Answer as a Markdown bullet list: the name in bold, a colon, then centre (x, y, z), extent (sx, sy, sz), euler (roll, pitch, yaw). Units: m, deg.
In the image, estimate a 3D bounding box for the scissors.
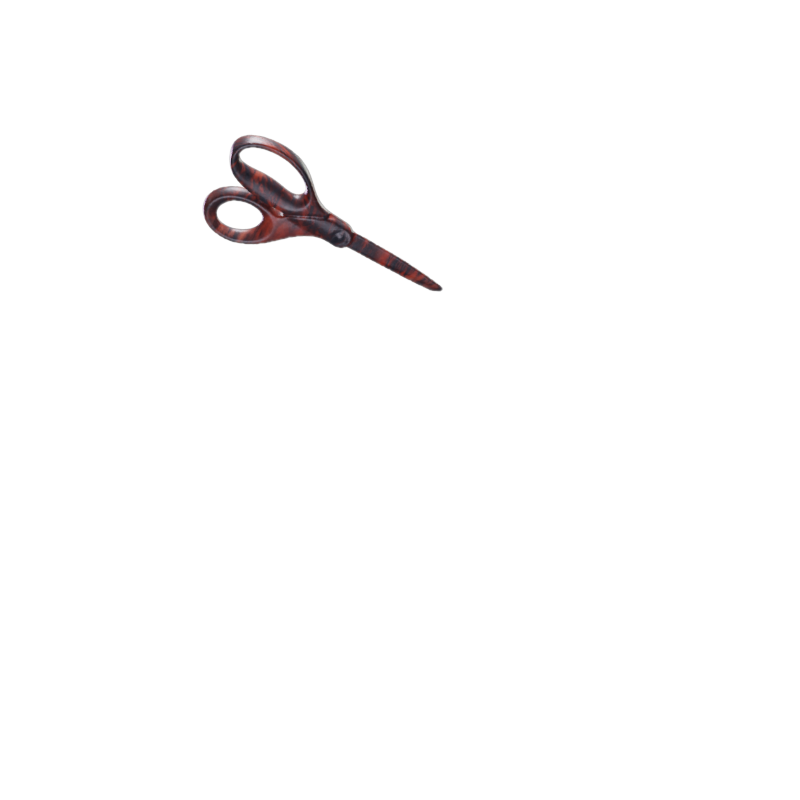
- **scissors**: centre (-0.066, -0.120, 0.838), extent (0.096, 0.017, 0.189), euler (-34, -60, 23)
